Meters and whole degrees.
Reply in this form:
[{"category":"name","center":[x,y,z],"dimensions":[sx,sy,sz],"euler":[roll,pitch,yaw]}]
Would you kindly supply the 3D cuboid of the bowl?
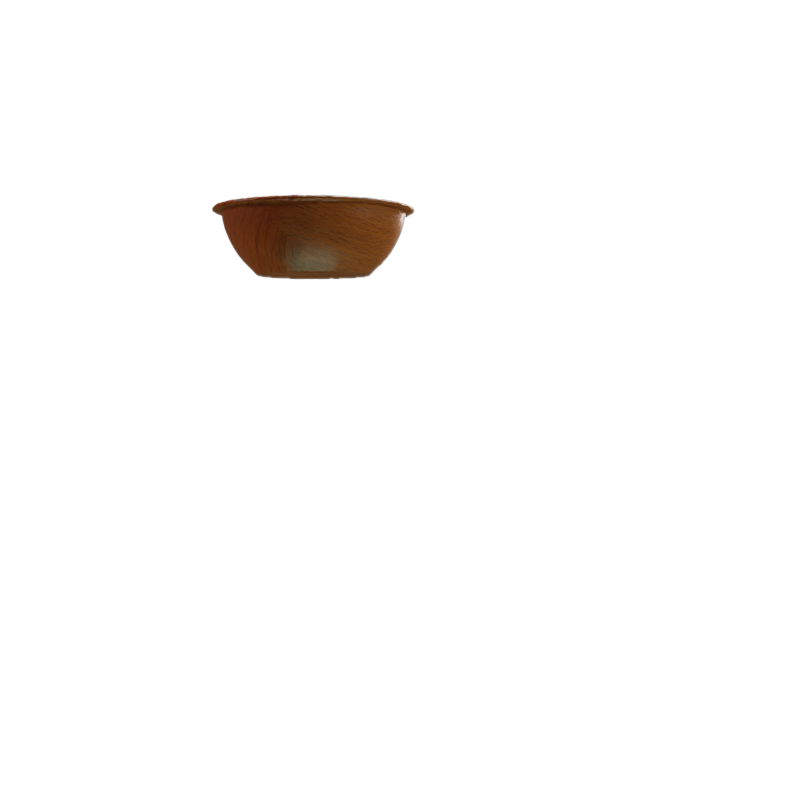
[{"category":"bowl","center":[-0.069,-0.126,0.886],"dimensions":[0.162,0.055,0.162],"euler":[0,2,-2]}]
